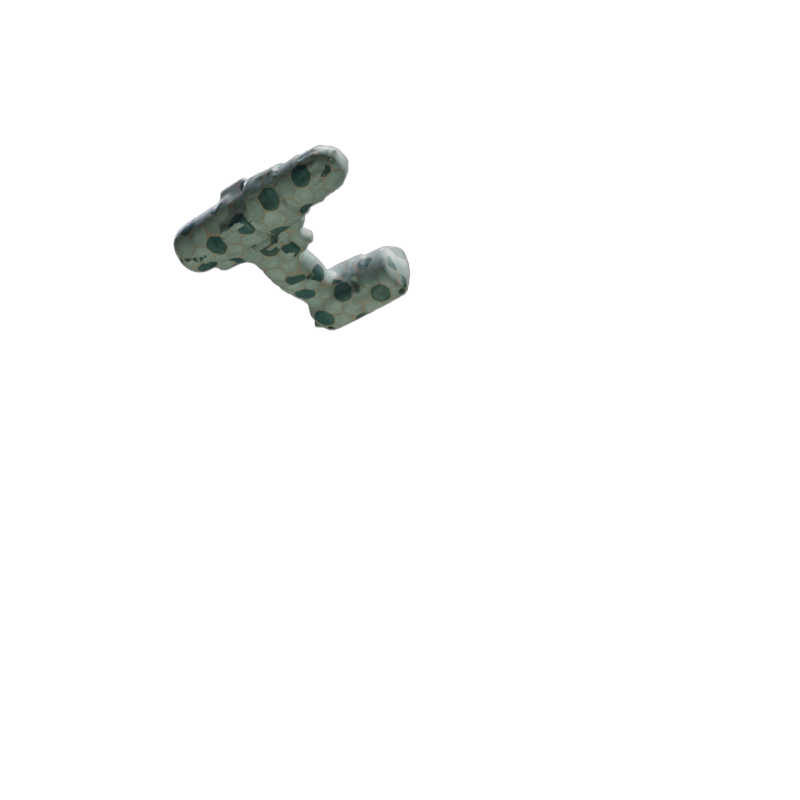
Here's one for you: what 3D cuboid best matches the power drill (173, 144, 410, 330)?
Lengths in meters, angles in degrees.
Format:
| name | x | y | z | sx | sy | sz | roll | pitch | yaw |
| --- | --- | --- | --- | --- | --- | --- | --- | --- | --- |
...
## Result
| name | x | y | z | sx | sy | sz | roll | pitch | yaw |
| --- | --- | --- | --- | --- | --- | --- | --- | --- | --- |
| power drill | -0.076 | -0.139 | 0.975 | 0.185 | 0.061 | 0.175 | -24 | -39 | 33 |
